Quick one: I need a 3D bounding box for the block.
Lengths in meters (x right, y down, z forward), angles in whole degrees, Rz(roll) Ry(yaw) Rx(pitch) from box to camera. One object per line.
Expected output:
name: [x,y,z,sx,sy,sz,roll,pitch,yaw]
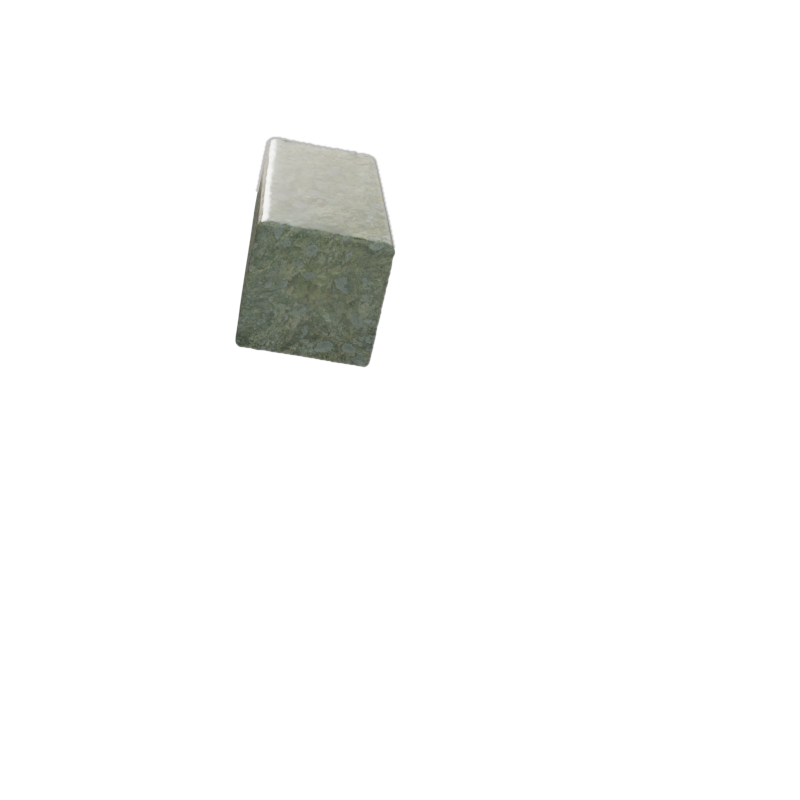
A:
block: [-0.063,-0.115,0.802,0.090,0.086,0.217,9,25,-8]
